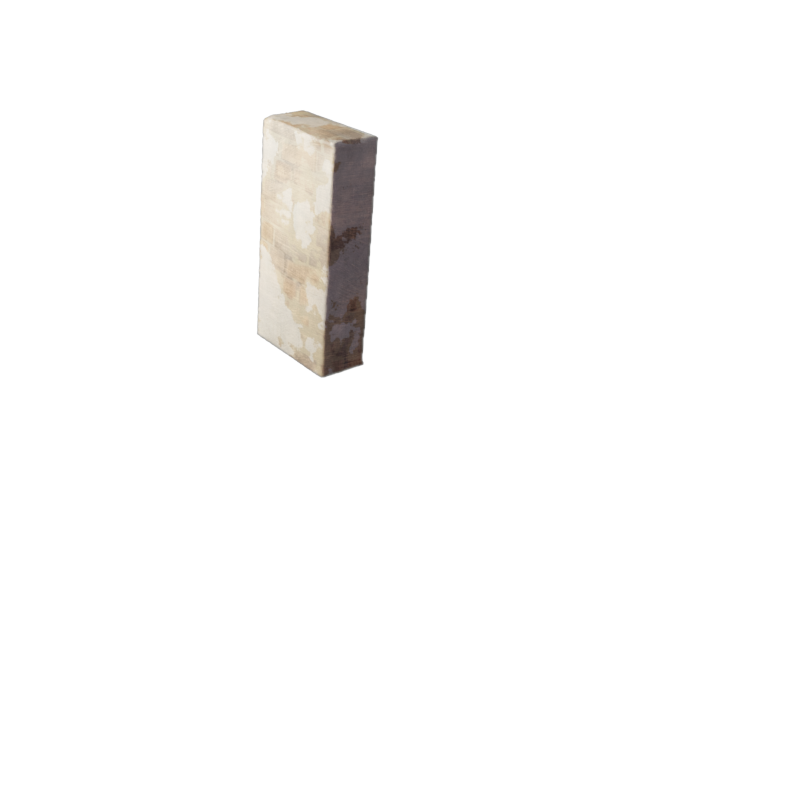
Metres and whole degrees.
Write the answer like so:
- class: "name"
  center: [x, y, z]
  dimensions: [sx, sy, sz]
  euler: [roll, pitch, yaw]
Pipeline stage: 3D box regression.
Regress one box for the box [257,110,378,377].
- class: "box"
  center: [-0.064, -0.116, 0.812]
  dimensions: [0.047, 0.168, 0.100]
  euler: [-14, 27, -34]
